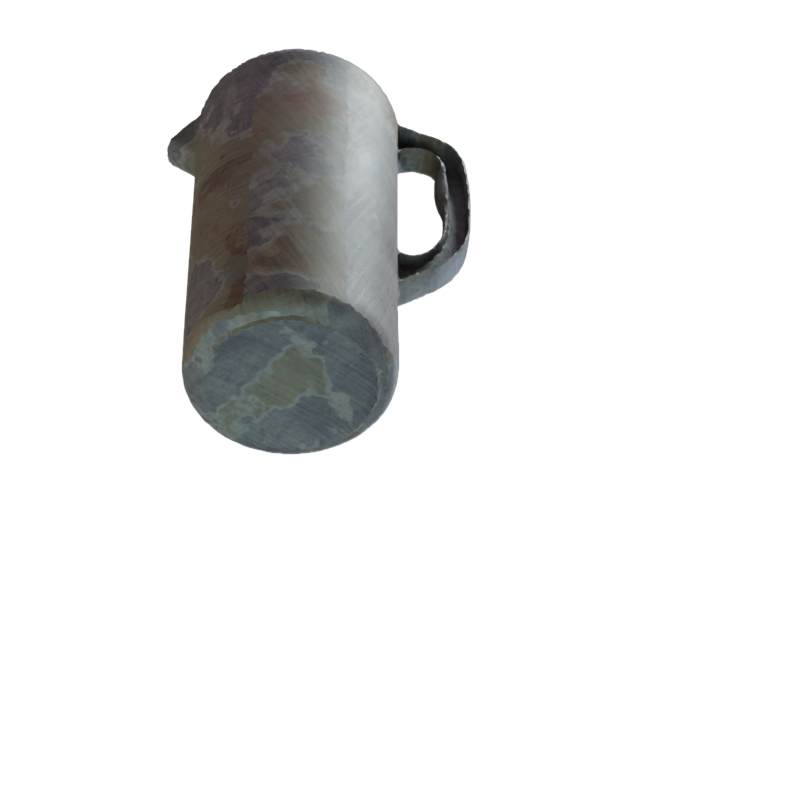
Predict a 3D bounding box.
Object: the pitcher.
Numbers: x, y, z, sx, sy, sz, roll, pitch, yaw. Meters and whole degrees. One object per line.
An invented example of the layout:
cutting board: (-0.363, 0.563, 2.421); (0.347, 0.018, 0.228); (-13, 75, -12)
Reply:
pitcher: (-0.050, -0.091, 0.638); (0.148, 0.261, 0.136); (-34, -56, 24)
